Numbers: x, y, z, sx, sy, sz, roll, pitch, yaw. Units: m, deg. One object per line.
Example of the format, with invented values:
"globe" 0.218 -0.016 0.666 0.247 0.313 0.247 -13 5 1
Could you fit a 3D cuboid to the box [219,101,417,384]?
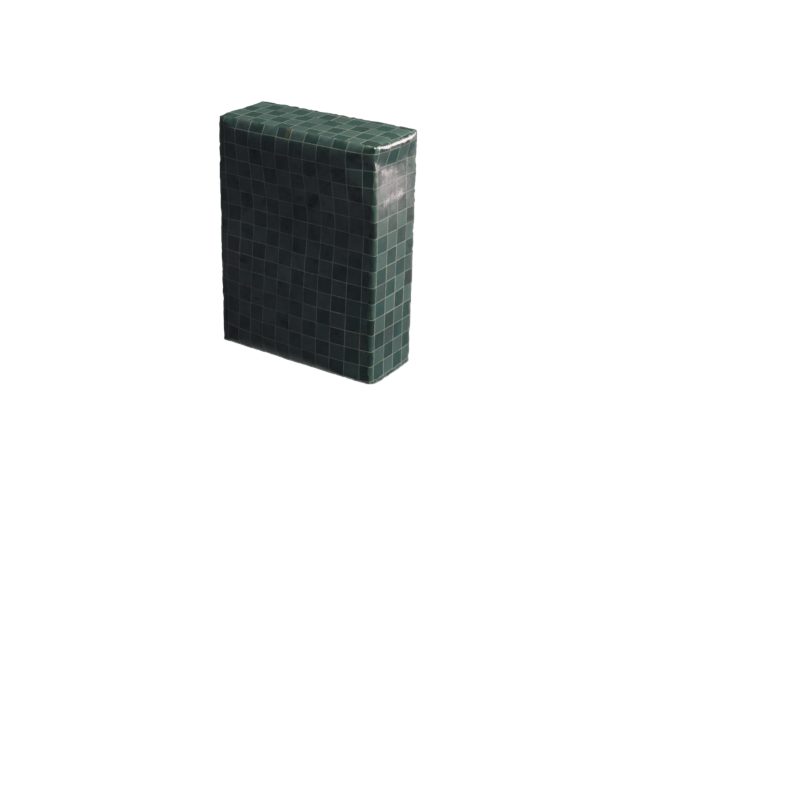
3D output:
"box" -0.075 -0.136 0.956 0.173 0.203 0.072 17 28 31
